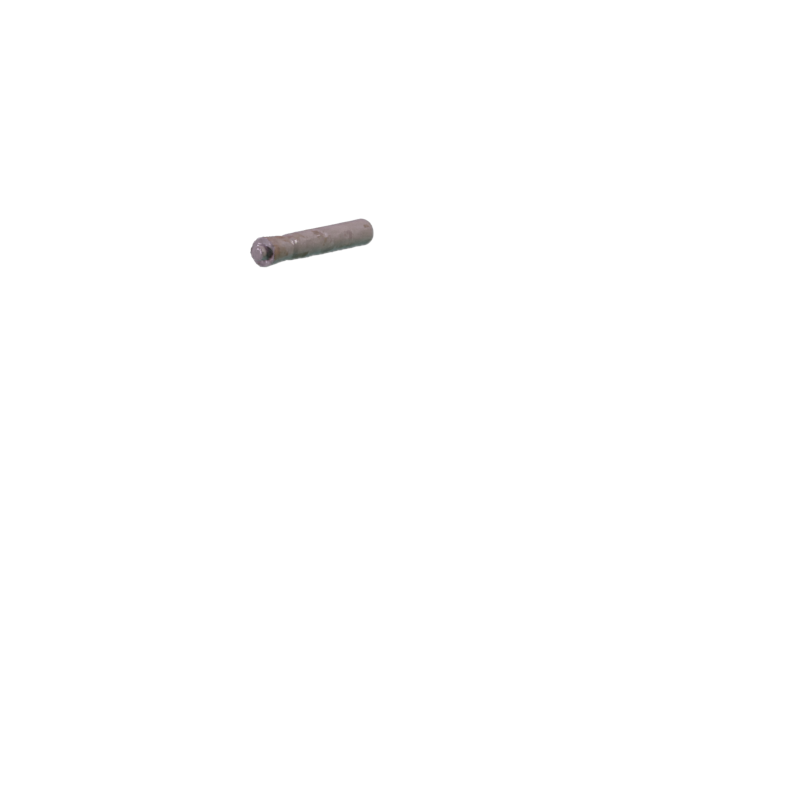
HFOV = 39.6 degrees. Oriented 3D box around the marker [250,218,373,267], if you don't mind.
[{"bbox_3d":[-0.056,-0.103,0.720,0.020,0.019,0.119,2,15,32],"label":"marker"}]
